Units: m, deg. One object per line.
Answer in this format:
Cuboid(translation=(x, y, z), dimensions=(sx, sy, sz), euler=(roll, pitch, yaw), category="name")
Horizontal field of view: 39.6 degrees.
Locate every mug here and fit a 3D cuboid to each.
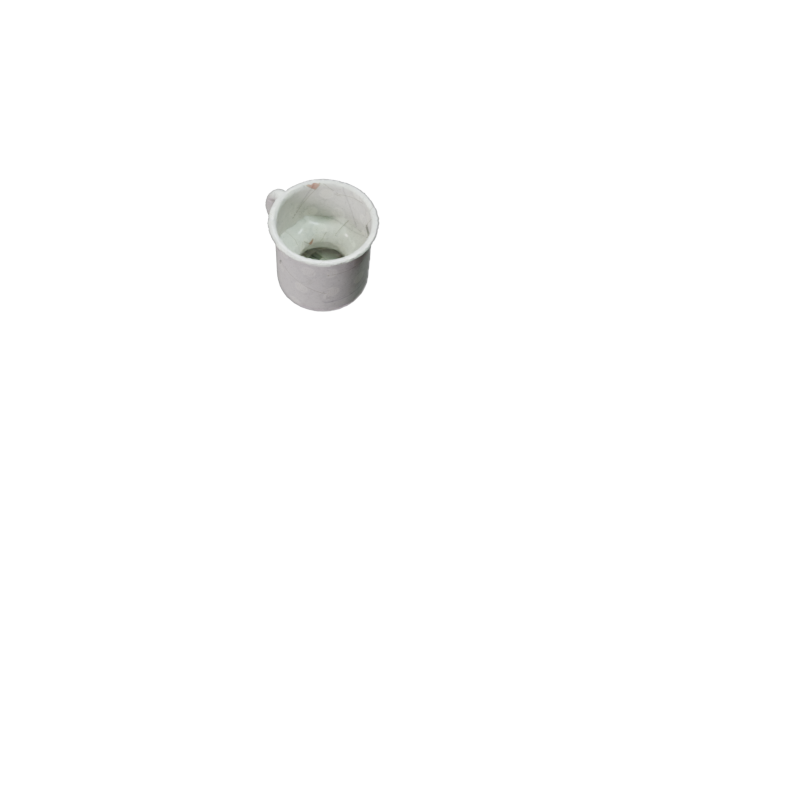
Cuboid(translation=(-0.075, -0.137, 0.963), dimensions=(0.124, 0.094, 0.076), euler=(39, -26, 22), category="mug")
